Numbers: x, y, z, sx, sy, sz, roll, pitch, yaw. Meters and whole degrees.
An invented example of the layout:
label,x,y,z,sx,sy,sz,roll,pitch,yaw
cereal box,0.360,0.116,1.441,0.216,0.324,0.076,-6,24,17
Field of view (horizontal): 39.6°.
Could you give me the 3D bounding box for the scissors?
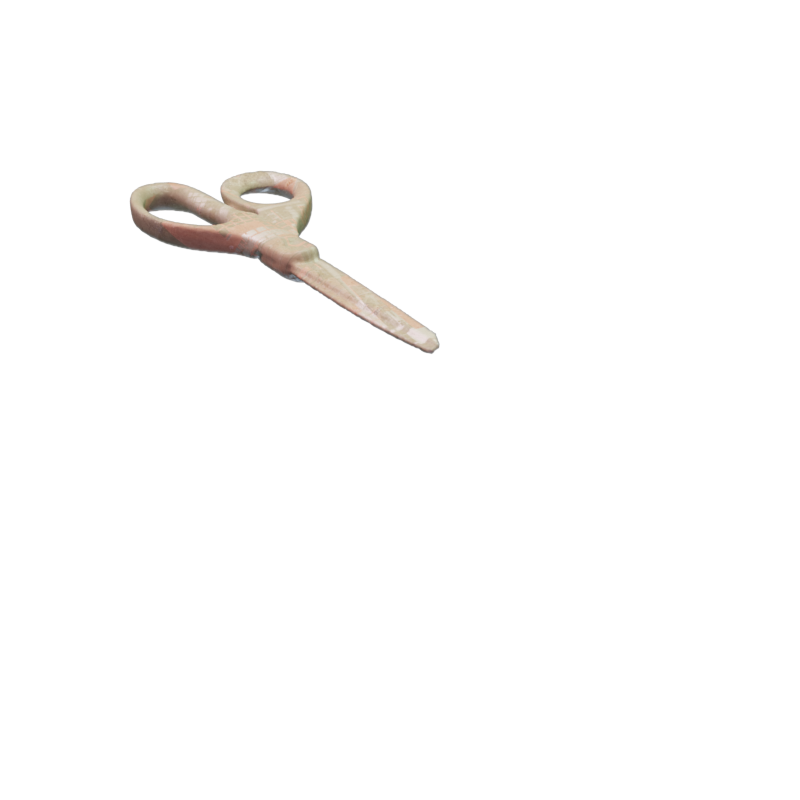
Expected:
label,x,y,z,sx,sy,sz,roll,pitch,yaw
scissors,-0.039,-0.071,0.499,0.214,0.015,0.096,23,37,34
